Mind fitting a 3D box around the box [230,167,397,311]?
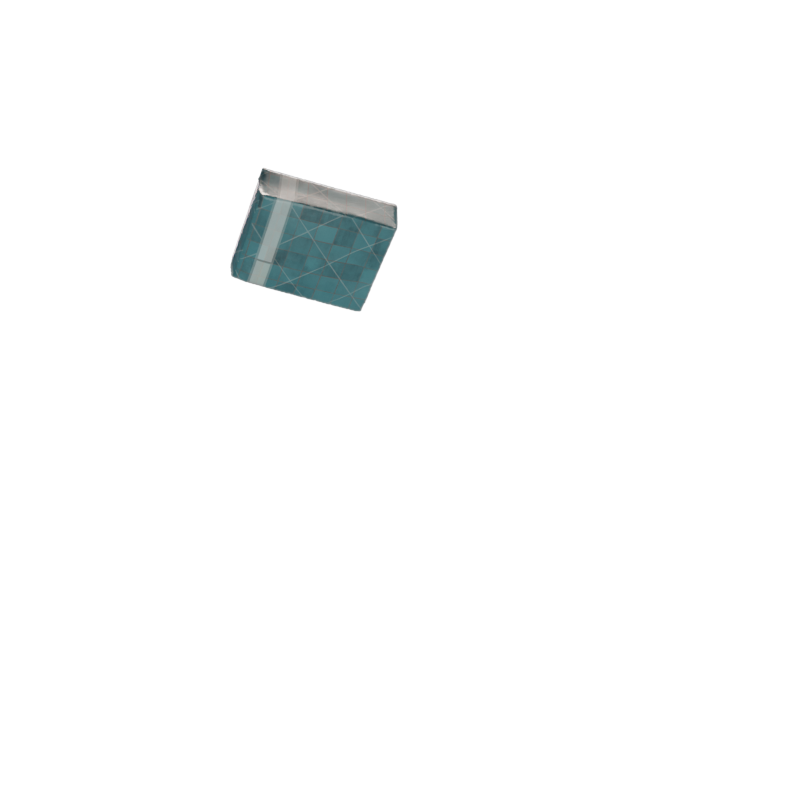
[{"bbox_3d":[-0.068,-0.124,0.872,0.111,0.086,0.042,14,39,-12],"label":"box"}]
